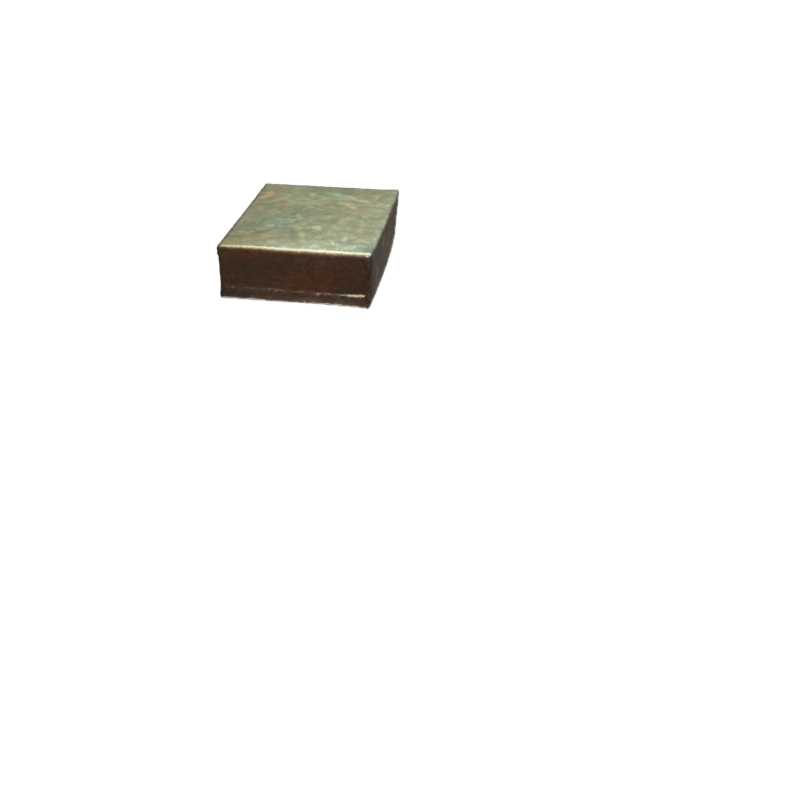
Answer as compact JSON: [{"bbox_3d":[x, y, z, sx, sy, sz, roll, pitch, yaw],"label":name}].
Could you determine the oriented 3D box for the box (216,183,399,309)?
[{"bbox_3d":[-0.053,-0.096,0.673,0.091,0.037,0.118,5,27,9],"label":"box"}]
